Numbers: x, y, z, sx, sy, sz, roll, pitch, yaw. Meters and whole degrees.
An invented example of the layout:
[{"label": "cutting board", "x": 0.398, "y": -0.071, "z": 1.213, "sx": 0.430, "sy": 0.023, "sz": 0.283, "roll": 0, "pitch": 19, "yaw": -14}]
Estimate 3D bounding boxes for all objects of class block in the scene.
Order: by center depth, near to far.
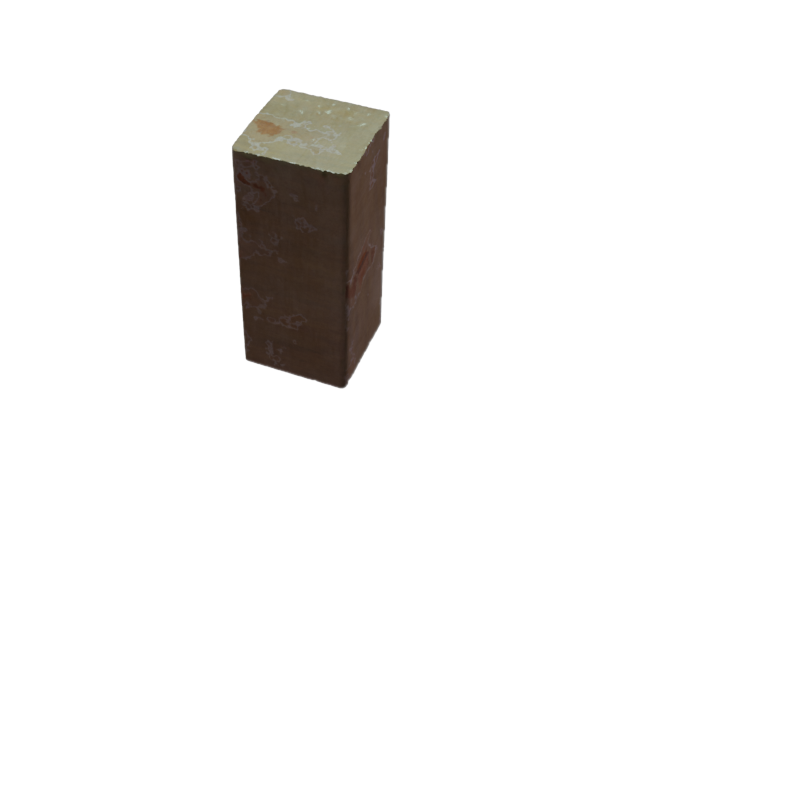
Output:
[{"label": "block", "x": -0.067, "y": -0.121, "z": 0.848, "sx": 0.093, "sy": 0.192, "sz": 0.094, "roll": 16, "pitch": 44, "yaw": 13}]
